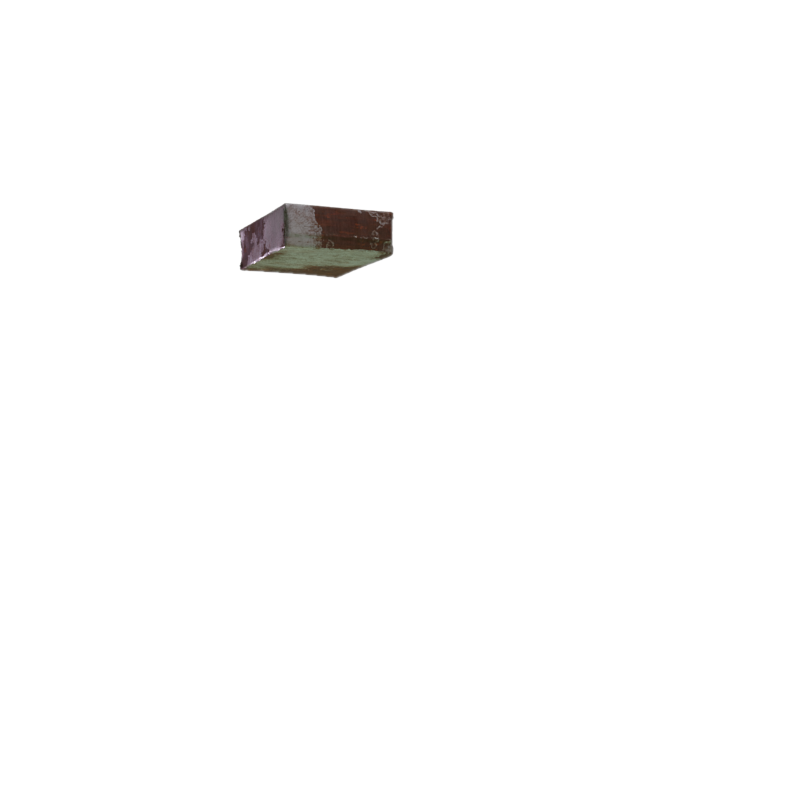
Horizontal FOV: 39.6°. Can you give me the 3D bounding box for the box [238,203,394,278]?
[{"bbox_3d":[-0.068,-0.125,0.873,0.087,0.040,0.114,3,-7,-25],"label":"box"}]
